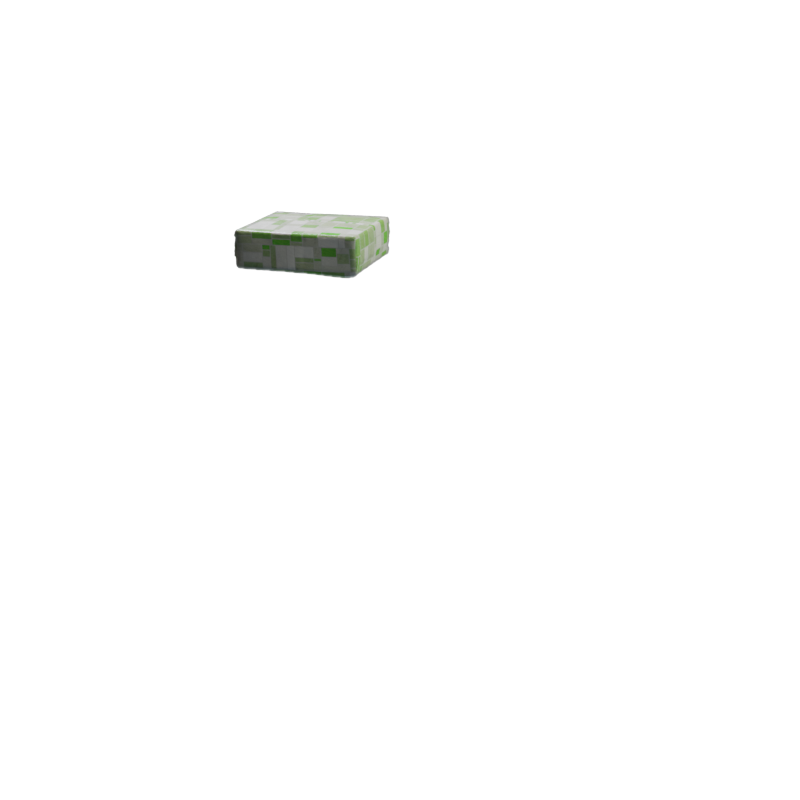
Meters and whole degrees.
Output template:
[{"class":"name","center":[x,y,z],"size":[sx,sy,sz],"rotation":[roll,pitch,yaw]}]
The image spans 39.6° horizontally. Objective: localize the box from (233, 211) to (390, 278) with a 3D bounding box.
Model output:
[{"class":"box","center":[-0.076,-0.138,0.966],"size":[0.117,0.037,0.091],"rotation":[8,22,19]}]
